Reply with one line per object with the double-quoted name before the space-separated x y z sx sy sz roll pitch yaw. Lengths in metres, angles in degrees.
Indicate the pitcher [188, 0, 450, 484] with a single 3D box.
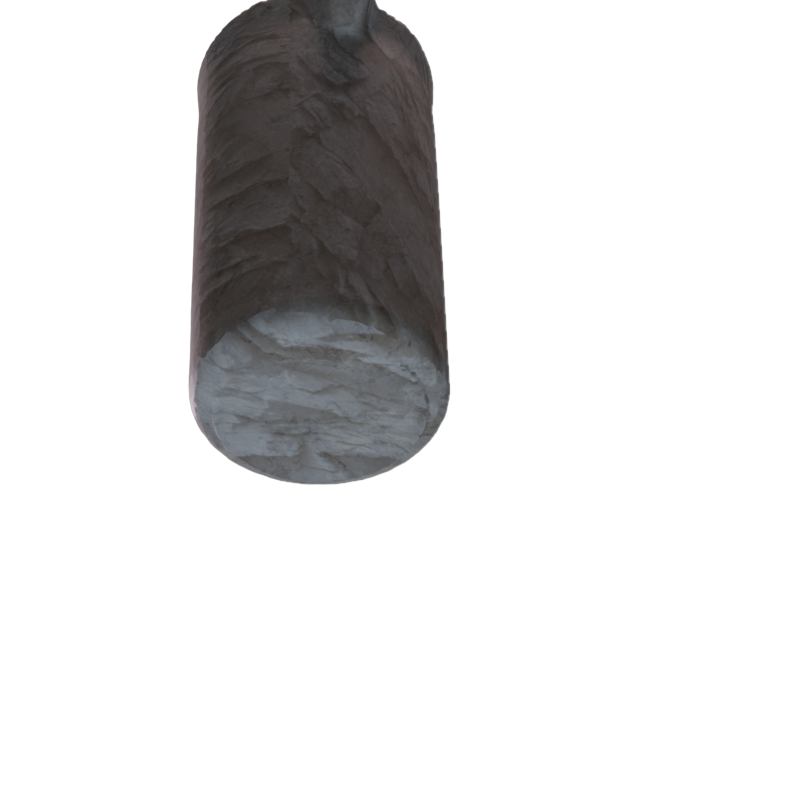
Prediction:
"pitcher" -0.043 -0.078 0.547 0.145 0.261 0.138 -23 -48 18
